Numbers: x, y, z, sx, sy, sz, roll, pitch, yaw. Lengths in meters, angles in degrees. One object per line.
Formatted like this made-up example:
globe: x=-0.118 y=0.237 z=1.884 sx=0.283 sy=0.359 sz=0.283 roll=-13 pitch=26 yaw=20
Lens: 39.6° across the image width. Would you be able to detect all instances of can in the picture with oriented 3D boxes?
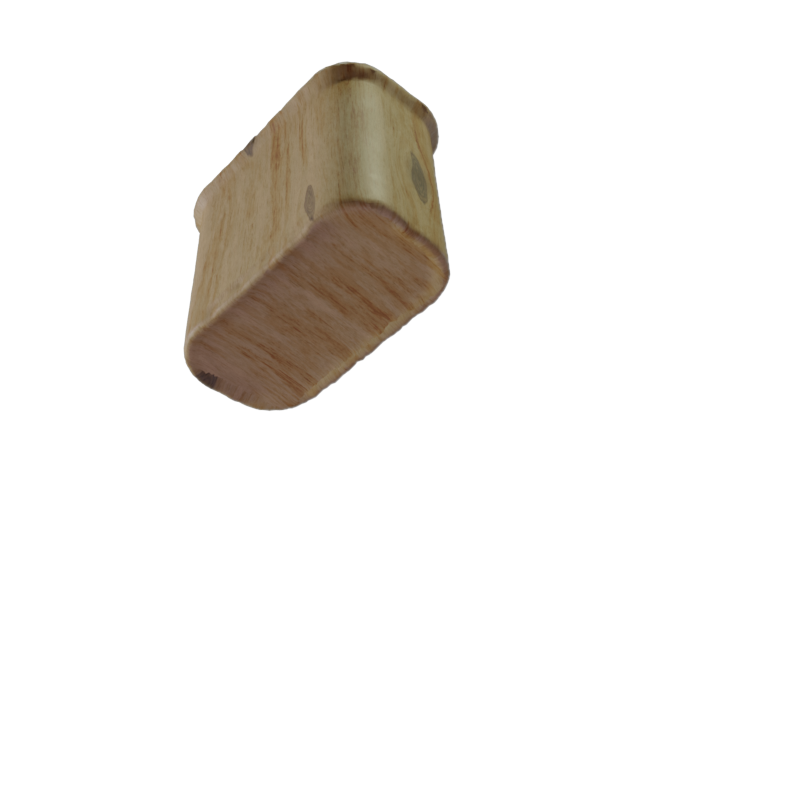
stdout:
can: x=-0.031 y=-0.056 z=0.394 sx=0.054 sy=0.090 sz=0.100 roll=34 pitch=-57 yaw=-29
